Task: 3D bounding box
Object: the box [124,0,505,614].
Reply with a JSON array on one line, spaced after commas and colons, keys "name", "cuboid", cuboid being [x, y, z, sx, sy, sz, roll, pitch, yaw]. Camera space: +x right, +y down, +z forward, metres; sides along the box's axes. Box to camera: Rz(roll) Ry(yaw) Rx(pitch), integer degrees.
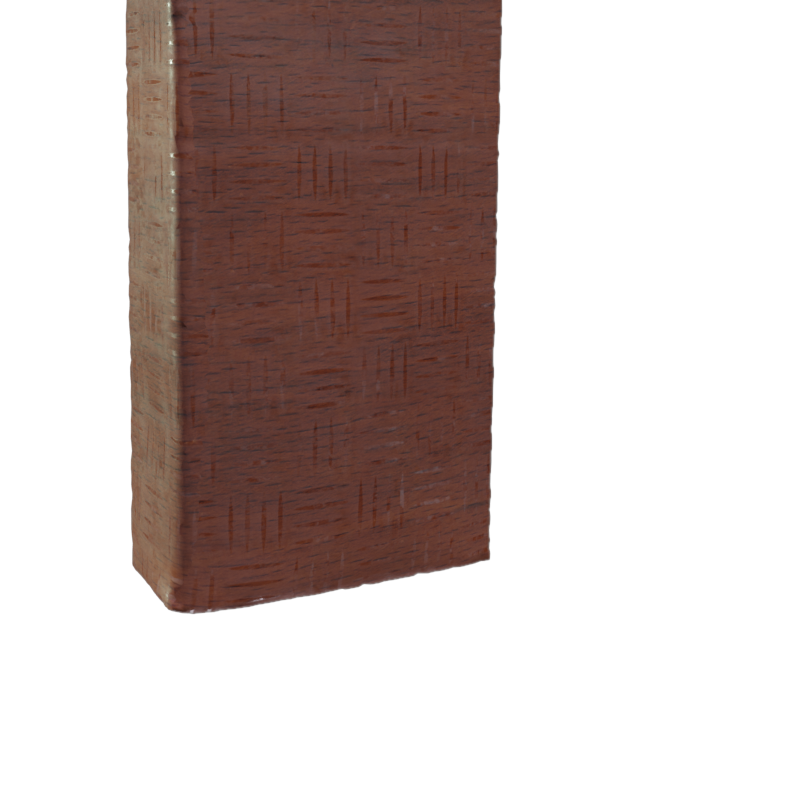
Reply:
[{"name": "box", "cuboid": [-0.023, -0.041, 0.290, 0.091, 0.174, 0.050, -3, 5, -28]}]
